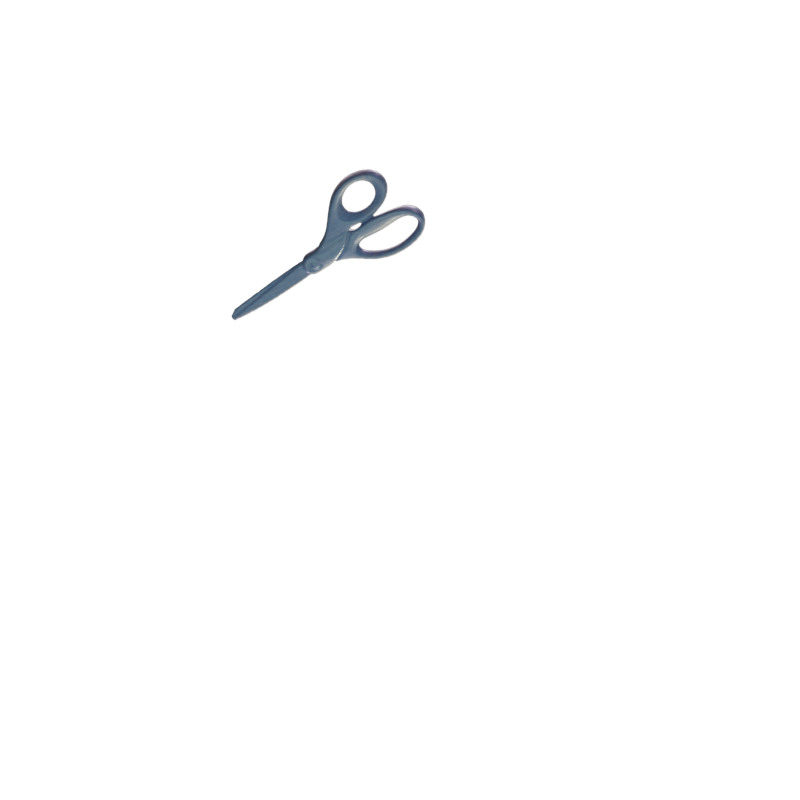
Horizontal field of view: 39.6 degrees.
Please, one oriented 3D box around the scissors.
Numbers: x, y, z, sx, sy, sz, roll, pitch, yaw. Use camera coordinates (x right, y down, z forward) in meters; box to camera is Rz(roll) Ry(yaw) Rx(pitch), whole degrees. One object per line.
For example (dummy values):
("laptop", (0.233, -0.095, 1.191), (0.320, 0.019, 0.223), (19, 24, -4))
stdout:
("scissors", (-0.078, -0.142, 0.998), (0.202, 0.090, 0.017), (-19, 28, 10))
